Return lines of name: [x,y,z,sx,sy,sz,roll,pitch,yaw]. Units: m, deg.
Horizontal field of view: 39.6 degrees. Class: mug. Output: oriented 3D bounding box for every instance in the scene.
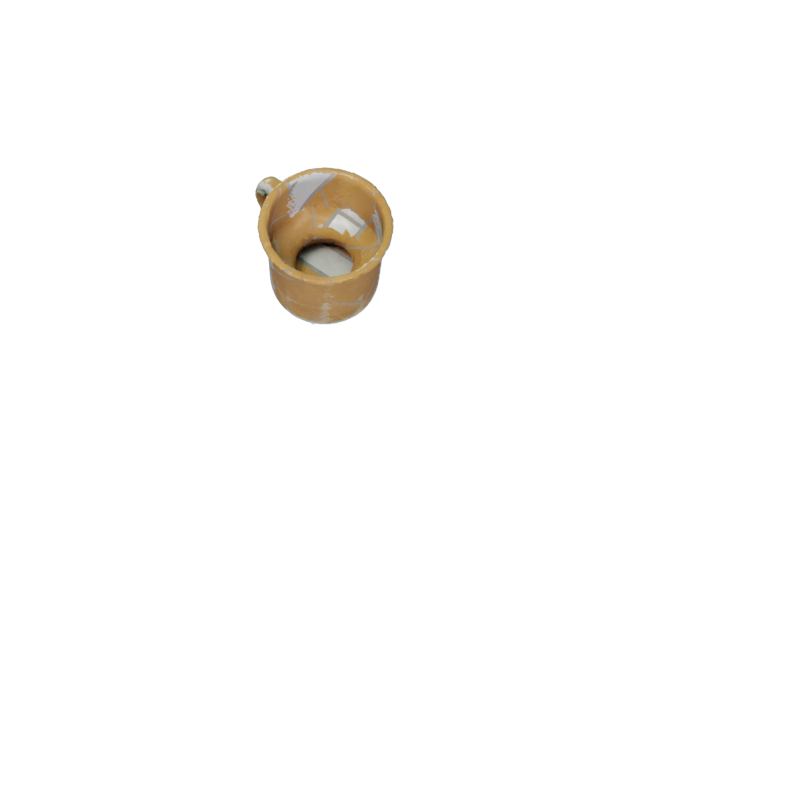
mug: [-0.062,-0.114,0.798,0.123,0.094,0.077,41,-20,17]
